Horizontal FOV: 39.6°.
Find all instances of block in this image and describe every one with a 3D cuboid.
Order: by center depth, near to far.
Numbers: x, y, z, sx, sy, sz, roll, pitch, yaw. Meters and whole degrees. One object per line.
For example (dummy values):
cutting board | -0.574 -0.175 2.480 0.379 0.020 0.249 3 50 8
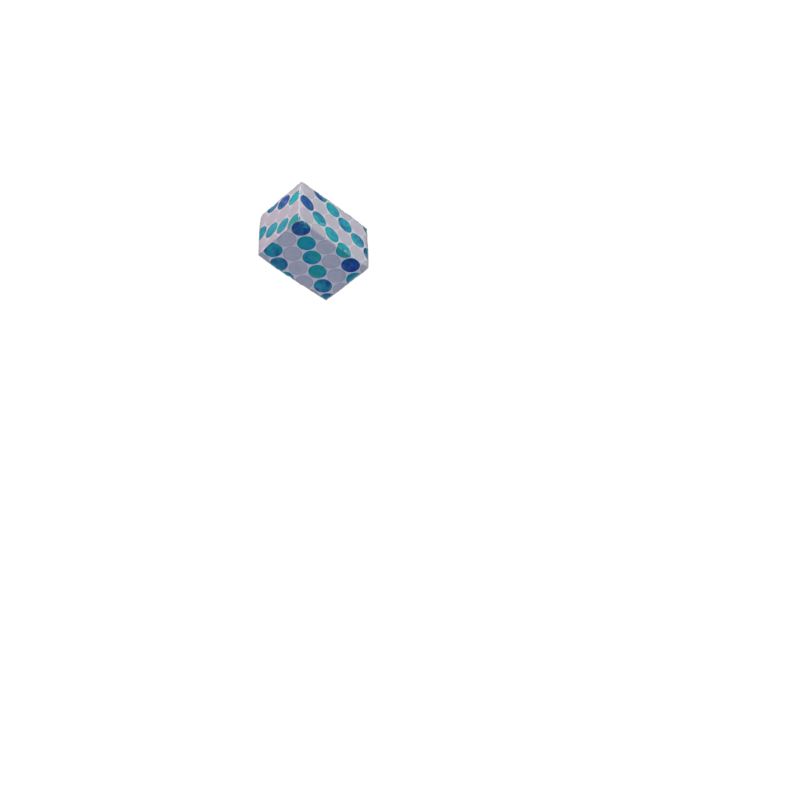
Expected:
block | -0.071 -0.130 0.909 0.073 0.055 0.052 34 -55 -30
